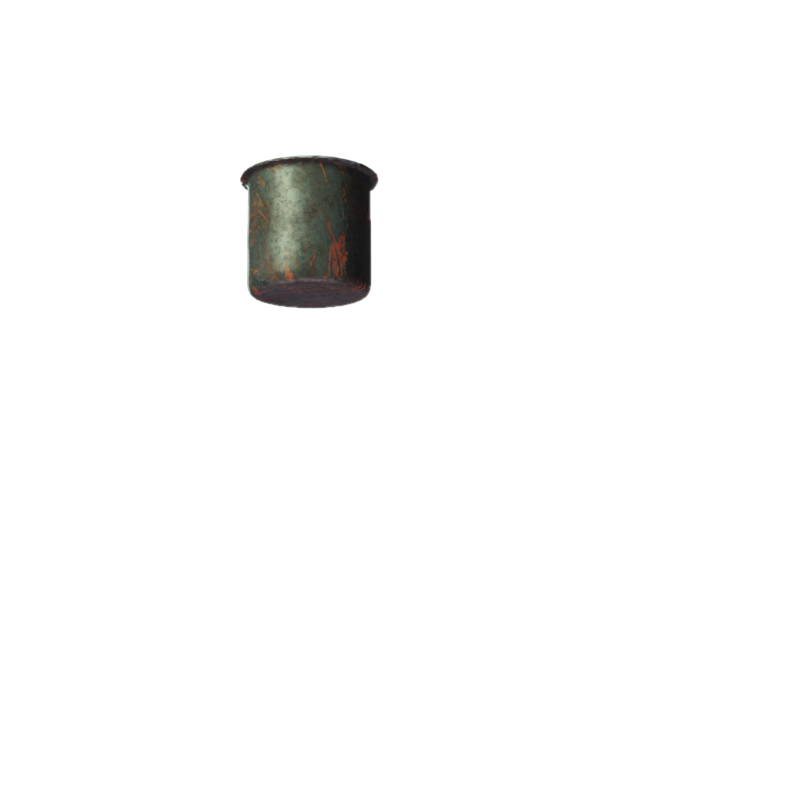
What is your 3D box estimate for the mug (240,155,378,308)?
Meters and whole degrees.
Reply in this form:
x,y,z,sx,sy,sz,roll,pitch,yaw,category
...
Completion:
x,y,z,sx,sy,sz,roll,pitch,yaw,category
-0.058,-0.107,0.746,0.094,0.084,0.112,-3,-11,10,mug
